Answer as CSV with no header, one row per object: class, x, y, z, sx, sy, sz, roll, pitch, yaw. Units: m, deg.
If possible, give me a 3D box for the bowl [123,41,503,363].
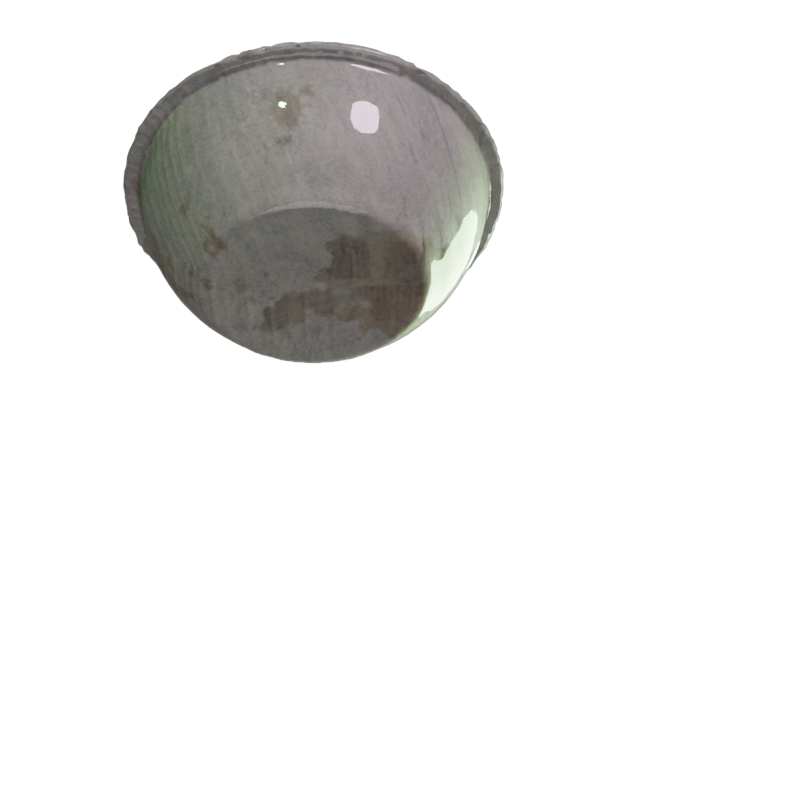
bowl,-0.036,-0.065,0.455,0.162,0.059,0.151,1,-43,-1
